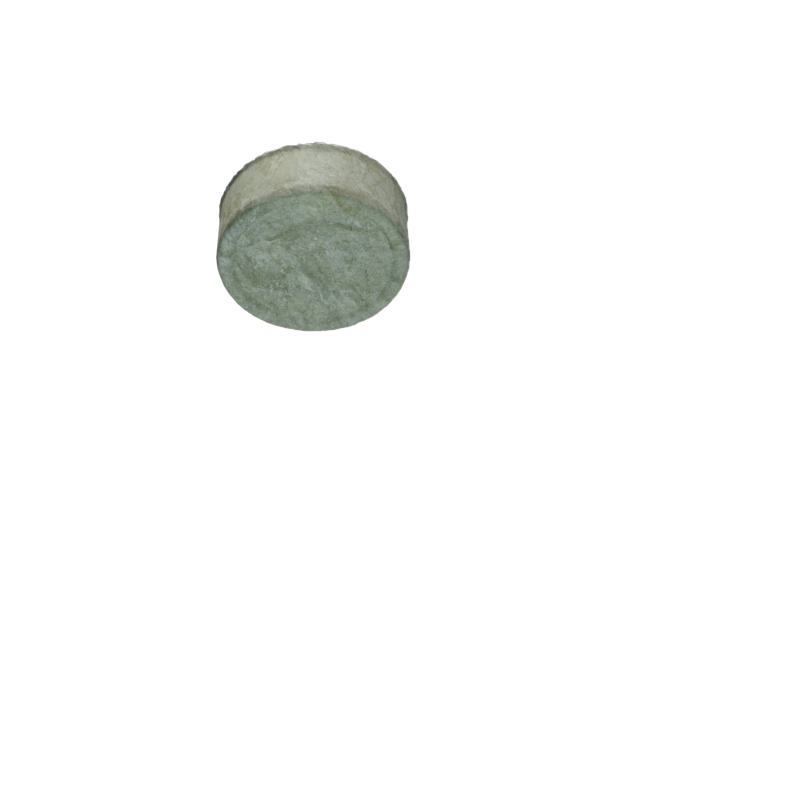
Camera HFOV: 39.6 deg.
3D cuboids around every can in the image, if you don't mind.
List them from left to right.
[{"bbox_3d":[-0.038,-0.070,0.491,0.086,0.036,0.080,1,-44,-1],"label":"can"}]
